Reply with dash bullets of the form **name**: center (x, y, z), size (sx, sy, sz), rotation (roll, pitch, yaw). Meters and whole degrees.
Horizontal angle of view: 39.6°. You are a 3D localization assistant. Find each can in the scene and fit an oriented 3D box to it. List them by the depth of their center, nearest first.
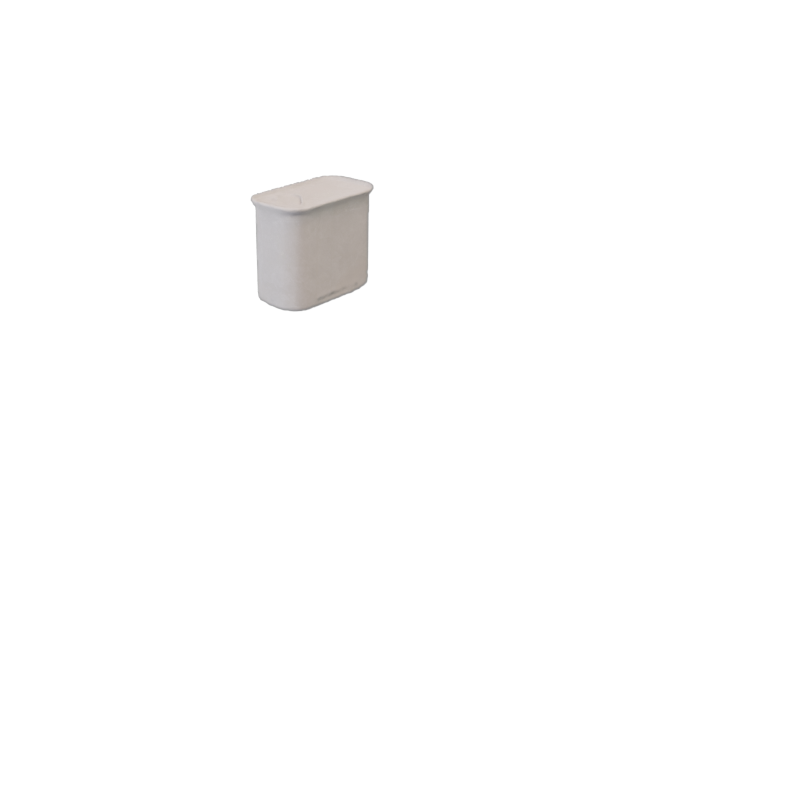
- **can**: center (-0.069, -0.125, 0.875), size (0.061, 0.080, 0.101), rotation (17, 28, 36)
